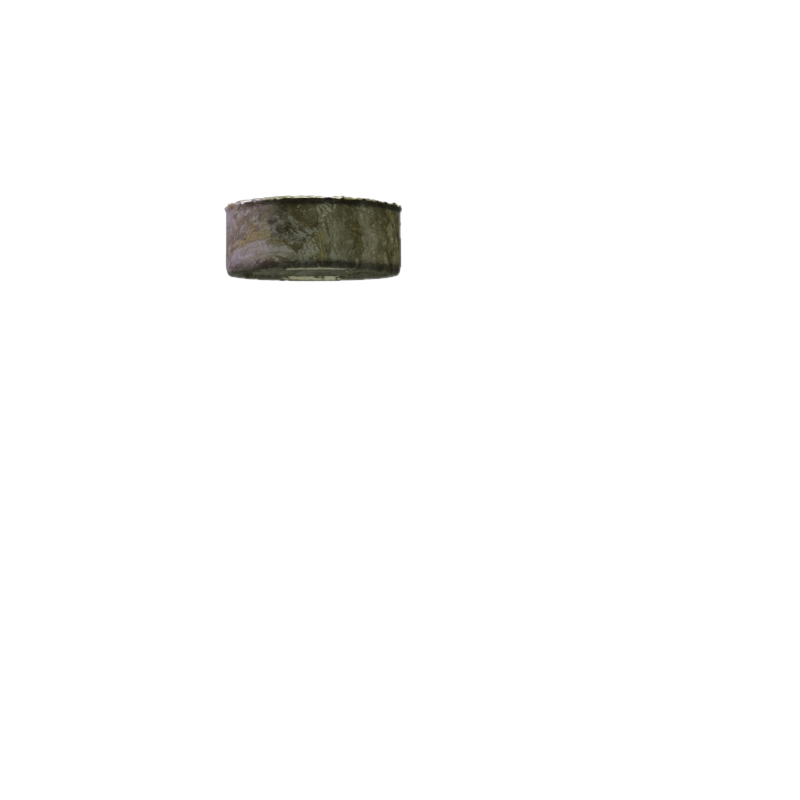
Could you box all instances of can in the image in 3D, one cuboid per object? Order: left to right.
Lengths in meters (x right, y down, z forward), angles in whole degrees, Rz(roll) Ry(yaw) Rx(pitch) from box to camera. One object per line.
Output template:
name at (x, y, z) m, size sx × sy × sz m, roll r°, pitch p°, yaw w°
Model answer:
can at (-0.042, -0.076, 0.535) m, size 0.086 × 0.034 × 0.086 m, roll 0°, pitch 1°, yaw -2°
